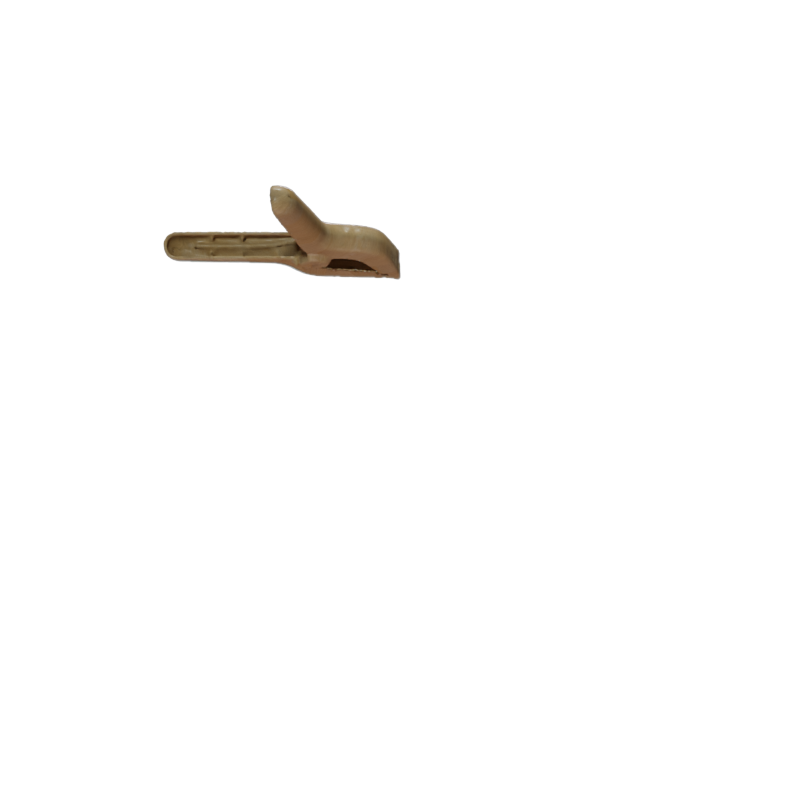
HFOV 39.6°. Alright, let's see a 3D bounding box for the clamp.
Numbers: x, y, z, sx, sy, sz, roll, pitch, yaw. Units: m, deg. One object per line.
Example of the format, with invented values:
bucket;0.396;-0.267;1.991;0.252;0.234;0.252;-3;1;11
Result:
clamp;-0.074;-0.135;0.944;0.201;0.038;0.166;6;-12;-33
